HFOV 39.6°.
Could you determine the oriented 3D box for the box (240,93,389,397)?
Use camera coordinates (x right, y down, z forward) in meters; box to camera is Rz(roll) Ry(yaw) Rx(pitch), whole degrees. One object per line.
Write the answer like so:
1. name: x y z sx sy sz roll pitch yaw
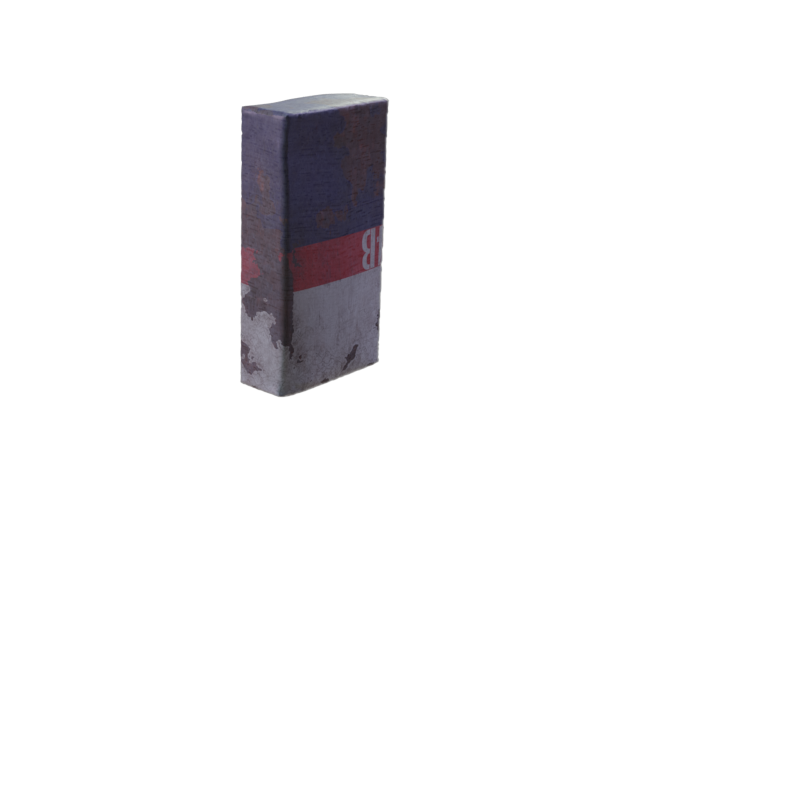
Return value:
1. box: -0.054 -0.098 0.687 0.051 0.170 0.092 14 21 39
